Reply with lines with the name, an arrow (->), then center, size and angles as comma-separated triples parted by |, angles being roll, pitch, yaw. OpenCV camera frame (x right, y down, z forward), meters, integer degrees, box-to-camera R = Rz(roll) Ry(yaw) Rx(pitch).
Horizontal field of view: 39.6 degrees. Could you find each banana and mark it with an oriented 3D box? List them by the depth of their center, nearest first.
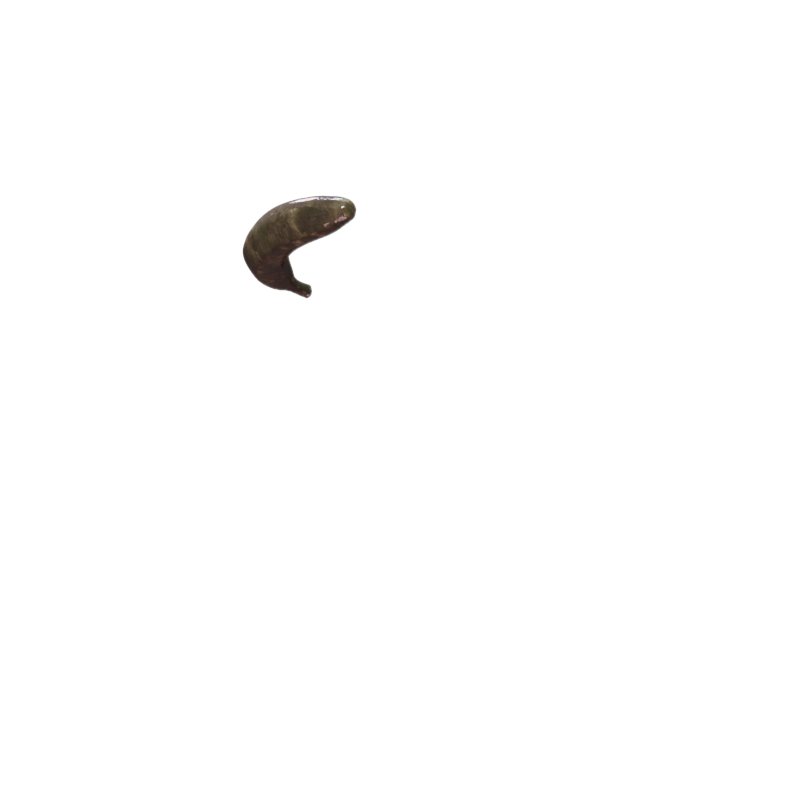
banana -> -0.088, -0.126, 0.884 | 0.068, 0.038, 0.194 | 3, -12, -14
